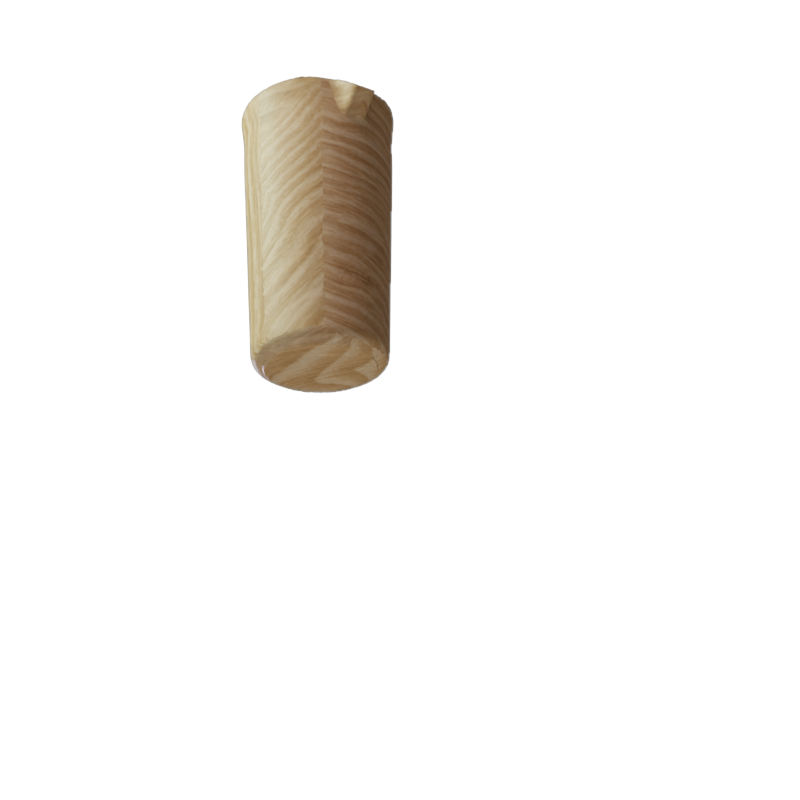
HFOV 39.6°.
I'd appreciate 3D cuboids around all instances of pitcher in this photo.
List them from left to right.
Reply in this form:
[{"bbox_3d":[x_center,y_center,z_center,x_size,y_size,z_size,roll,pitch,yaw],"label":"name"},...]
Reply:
[{"bbox_3d":[-0.072,-0.131,0.919,0.147,0.258,0.138,-8,-29,11],"label":"pitcher"}]
